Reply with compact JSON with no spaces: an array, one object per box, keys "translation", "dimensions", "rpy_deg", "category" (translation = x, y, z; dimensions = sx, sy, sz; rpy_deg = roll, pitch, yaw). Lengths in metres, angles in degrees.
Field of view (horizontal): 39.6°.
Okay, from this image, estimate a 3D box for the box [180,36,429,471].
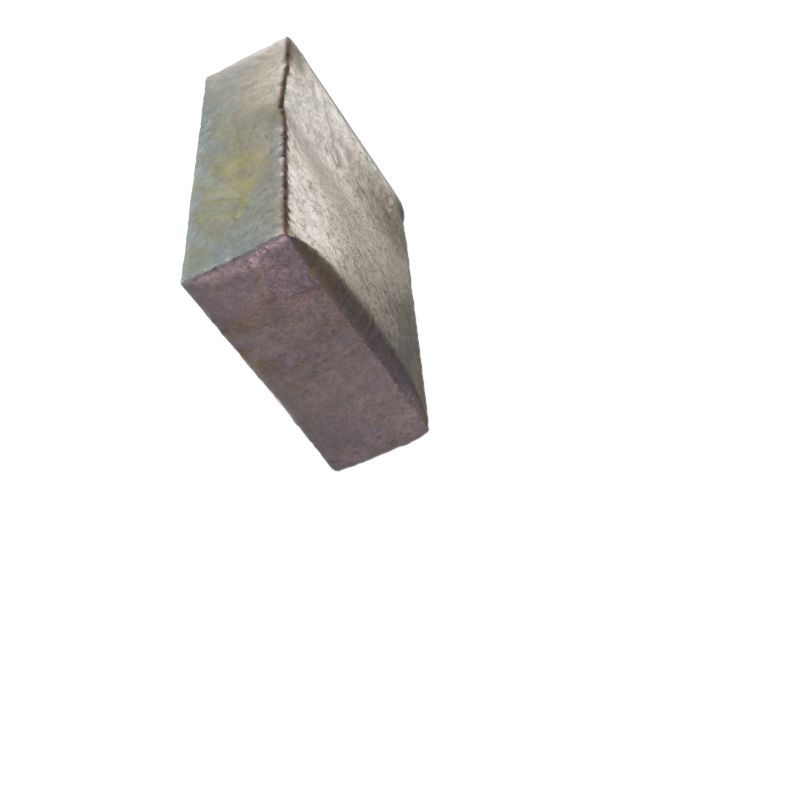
[{"translation":[-0.052,-0.094,0.660],"dimensions":[0.072,0.229,0.152],"rpy_deg":[-24,-52,17],"category":"box"}]
